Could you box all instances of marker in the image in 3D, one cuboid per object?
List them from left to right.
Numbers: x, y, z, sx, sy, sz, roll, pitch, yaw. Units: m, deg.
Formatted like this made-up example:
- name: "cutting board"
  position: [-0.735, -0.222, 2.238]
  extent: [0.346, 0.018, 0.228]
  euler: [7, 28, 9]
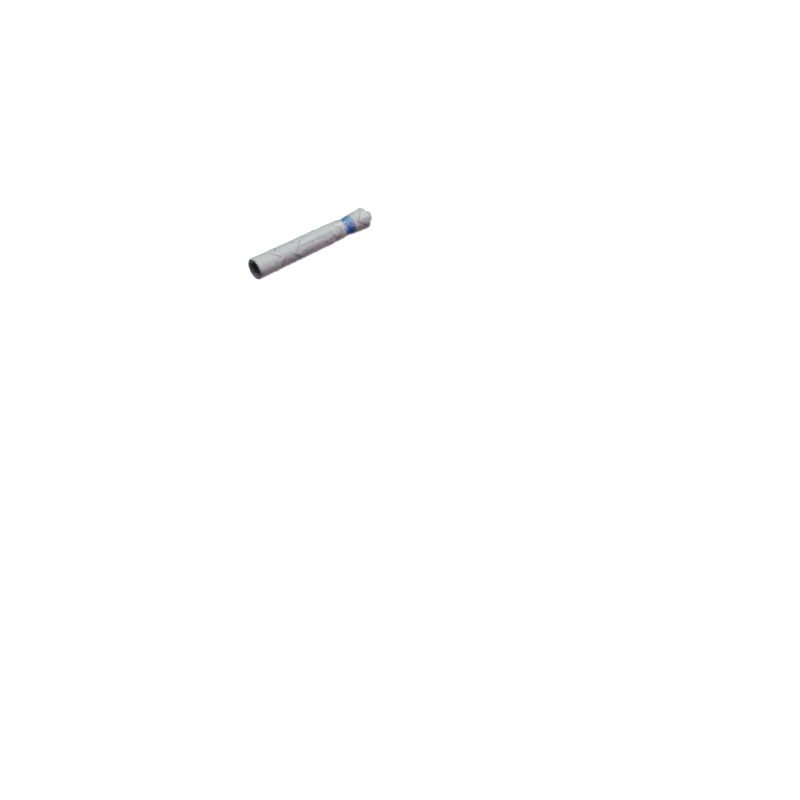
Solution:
- name: "marker"
  position: [-0.073, -0.133, 0.933]
  extent: [0.121, 0.019, 0.020]
  euler: [-30, 19, -28]
